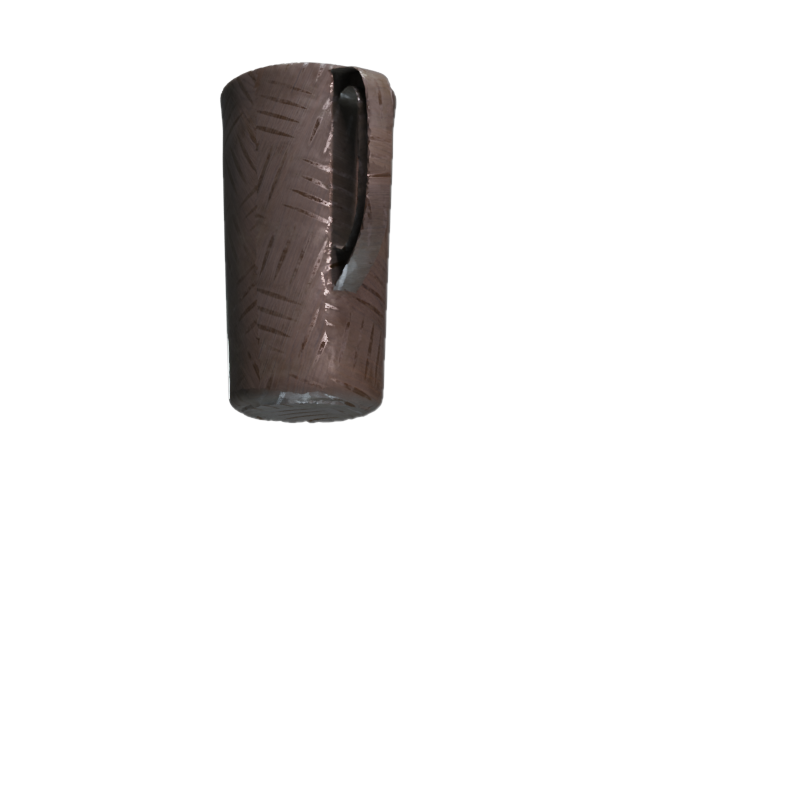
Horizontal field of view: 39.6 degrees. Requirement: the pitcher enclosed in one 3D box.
[{"bbox_3d":[-0.062,-0.113,0.793,0.147,0.253,0.141,-5,-16,13],"label":"pitcher"}]
